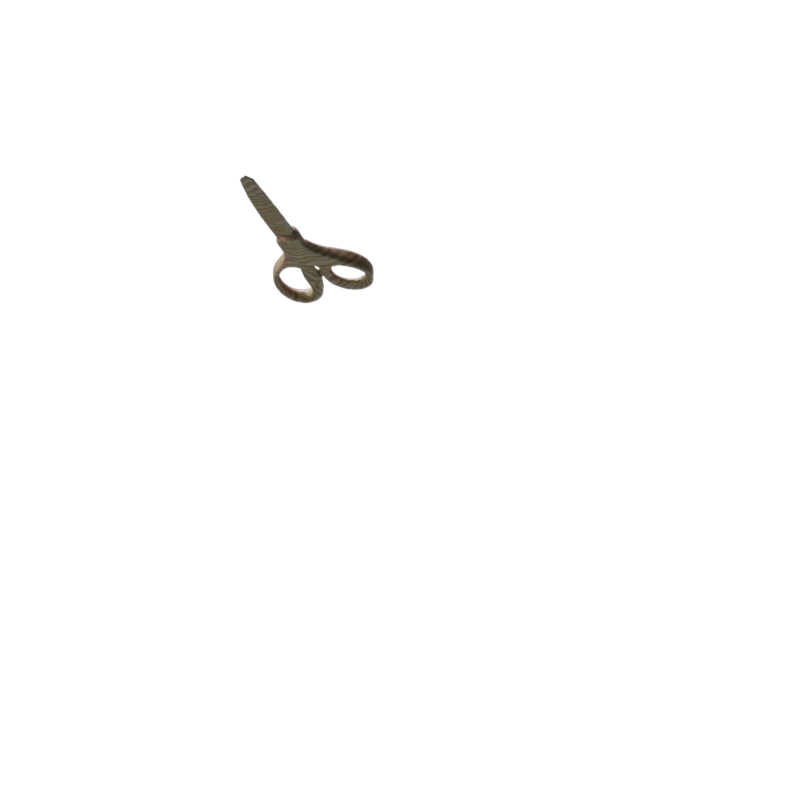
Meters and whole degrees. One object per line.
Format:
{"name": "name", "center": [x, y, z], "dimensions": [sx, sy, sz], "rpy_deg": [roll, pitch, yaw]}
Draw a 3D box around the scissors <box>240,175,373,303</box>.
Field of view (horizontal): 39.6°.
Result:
{"name": "scissors", "center": [-0.071, -0.129, 0.902], "dimensions": [0.096, 0.017, 0.190], "rpy_deg": [0, -22, 0]}
